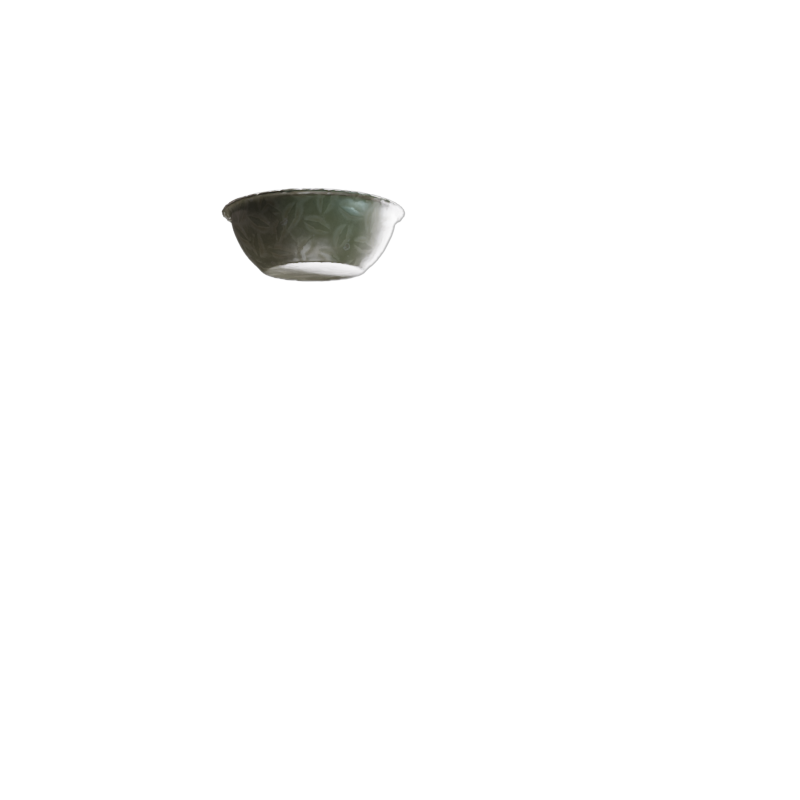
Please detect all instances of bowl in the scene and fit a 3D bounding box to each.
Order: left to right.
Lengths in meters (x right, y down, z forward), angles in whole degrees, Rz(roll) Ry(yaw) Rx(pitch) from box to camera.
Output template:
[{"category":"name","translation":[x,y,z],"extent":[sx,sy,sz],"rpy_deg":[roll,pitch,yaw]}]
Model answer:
[{"category":"bowl","translation":[-0.076,-0.139,0.976],"extent":[0.162,0.056,0.159],"rpy_deg":[0,-6,-2]}]
